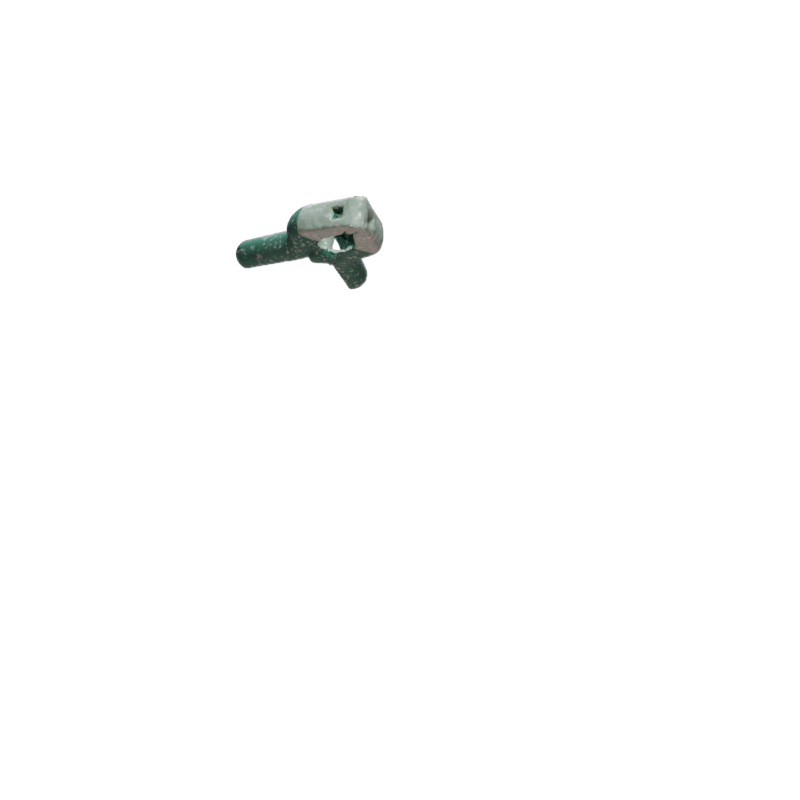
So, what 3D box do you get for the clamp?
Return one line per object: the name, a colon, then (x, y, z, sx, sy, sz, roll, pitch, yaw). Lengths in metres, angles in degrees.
clamp: (-0.073, -0.133, 0.930, 0.118, 0.041, 0.167, 3, -14, -12)
